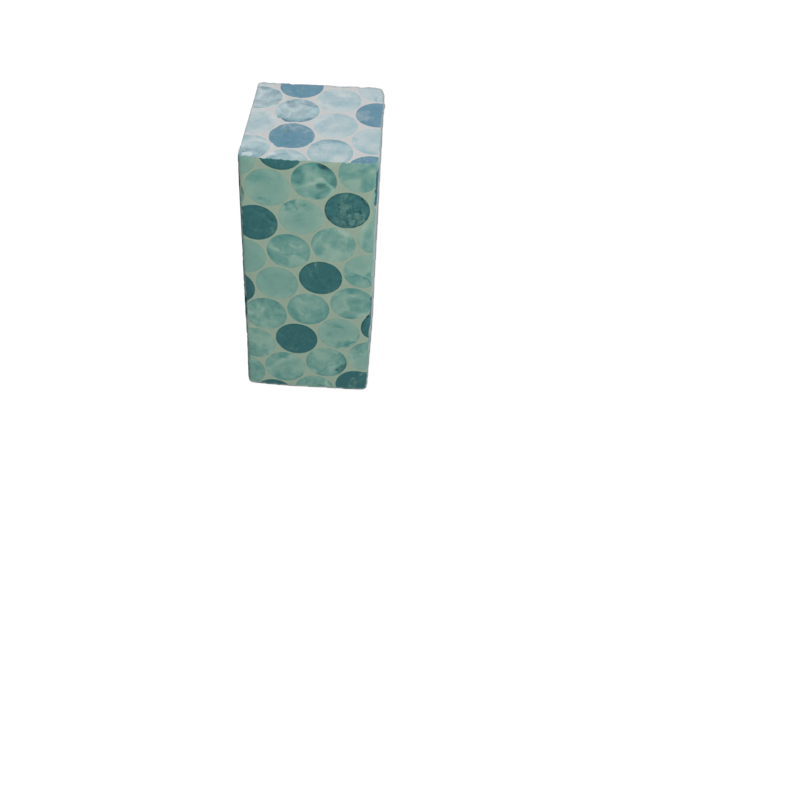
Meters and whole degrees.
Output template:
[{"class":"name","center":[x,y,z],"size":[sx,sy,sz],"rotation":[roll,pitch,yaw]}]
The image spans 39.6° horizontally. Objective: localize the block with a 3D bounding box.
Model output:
[{"class":"block","center":[-0.061,-0.112,0.787],"size":[0.090,0.192,0.097],"rotation":[5,43,1]}]
